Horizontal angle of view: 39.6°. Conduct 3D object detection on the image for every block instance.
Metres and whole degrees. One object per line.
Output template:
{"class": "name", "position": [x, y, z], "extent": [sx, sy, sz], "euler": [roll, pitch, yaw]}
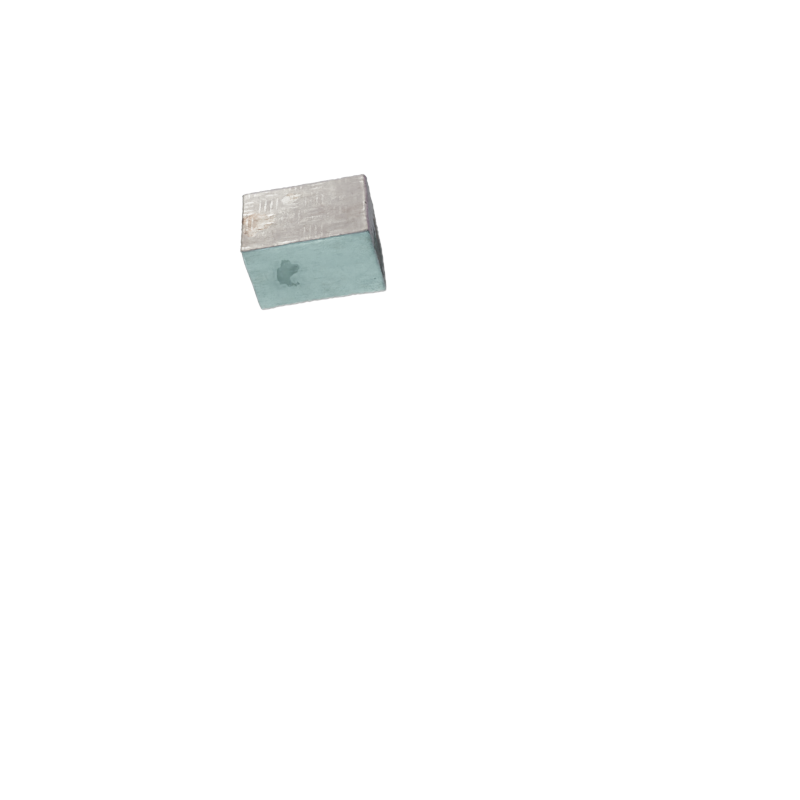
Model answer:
{"class": "block", "position": [-0.052, -0.094, 0.659], "extent": [0.078, 0.055, 0.049], "euler": [-8, -42, 7]}
